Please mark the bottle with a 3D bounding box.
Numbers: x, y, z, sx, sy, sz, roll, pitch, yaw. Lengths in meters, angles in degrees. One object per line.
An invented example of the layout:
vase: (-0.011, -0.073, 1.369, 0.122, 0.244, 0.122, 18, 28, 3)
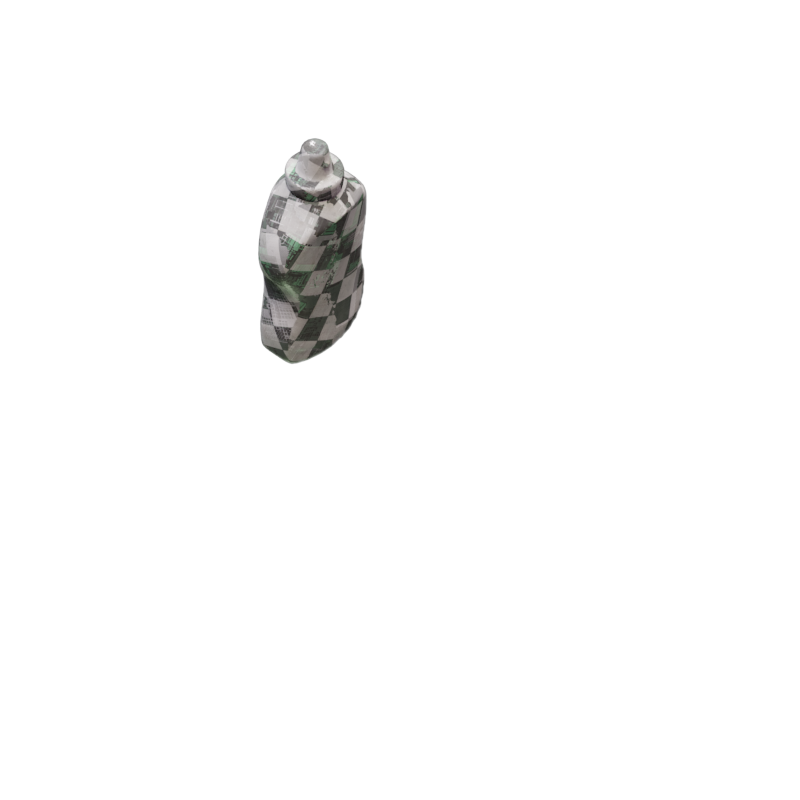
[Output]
bottle: (-0.063, -0.116, 0.812, 0.061, 0.179, 0.098, 34, 57, 20)
